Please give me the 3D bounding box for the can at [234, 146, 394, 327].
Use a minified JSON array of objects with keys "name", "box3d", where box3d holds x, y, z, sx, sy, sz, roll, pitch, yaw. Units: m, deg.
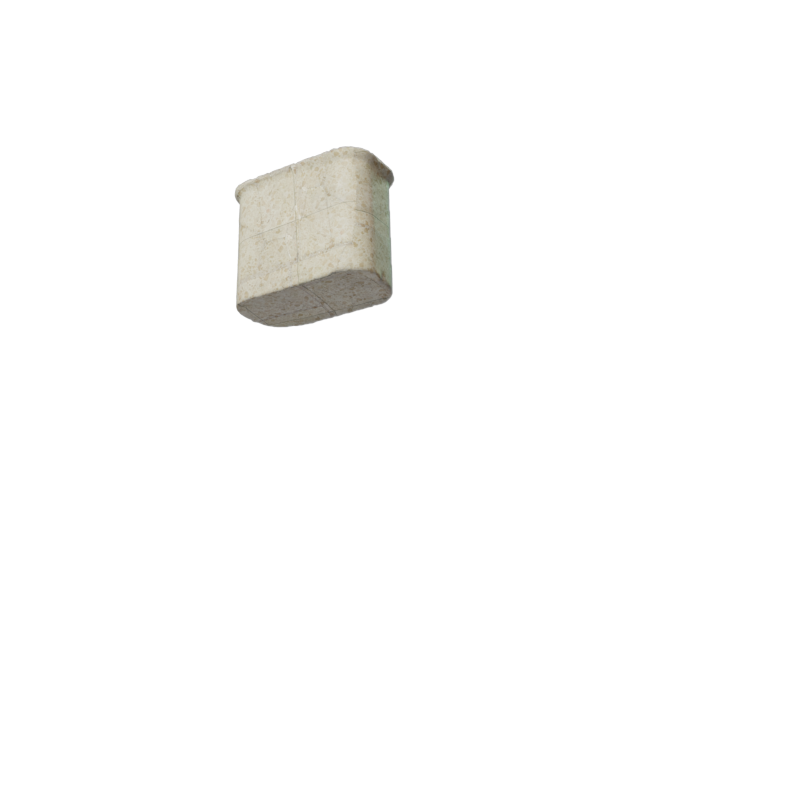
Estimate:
[{"name":"can","box3d":[-0.054,-0.098,0.687,0.103,0.089,0.053,-15,-29,28]}]
